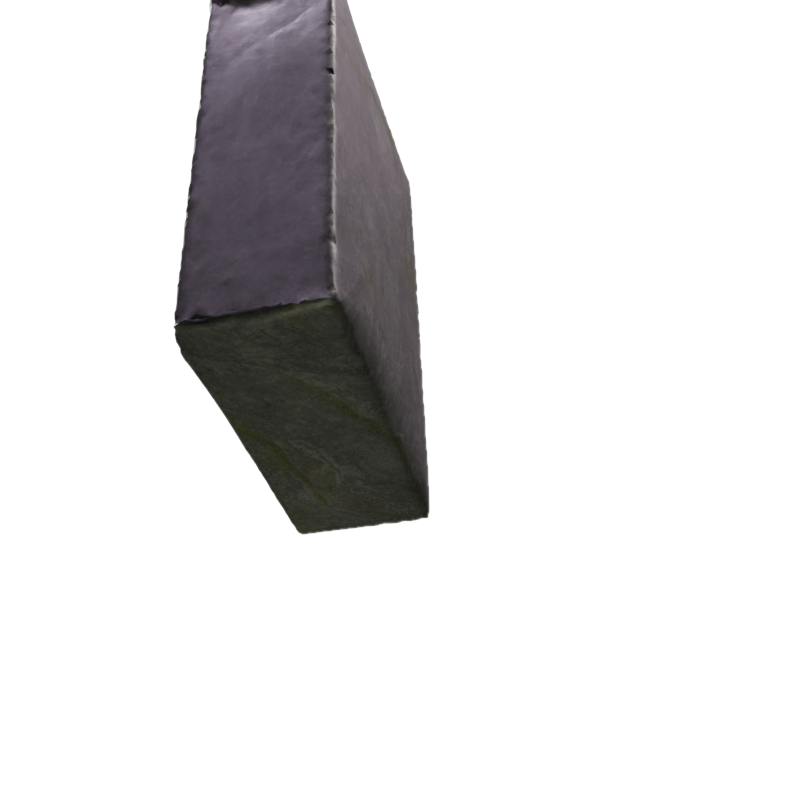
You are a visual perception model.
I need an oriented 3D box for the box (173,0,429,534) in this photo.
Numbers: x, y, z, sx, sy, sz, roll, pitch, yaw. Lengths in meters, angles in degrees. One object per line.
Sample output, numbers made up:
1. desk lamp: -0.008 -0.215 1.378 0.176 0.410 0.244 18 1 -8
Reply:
1. box: -0.040 -0.074 0.515 0.072 0.229 0.151 -11 -39 10
